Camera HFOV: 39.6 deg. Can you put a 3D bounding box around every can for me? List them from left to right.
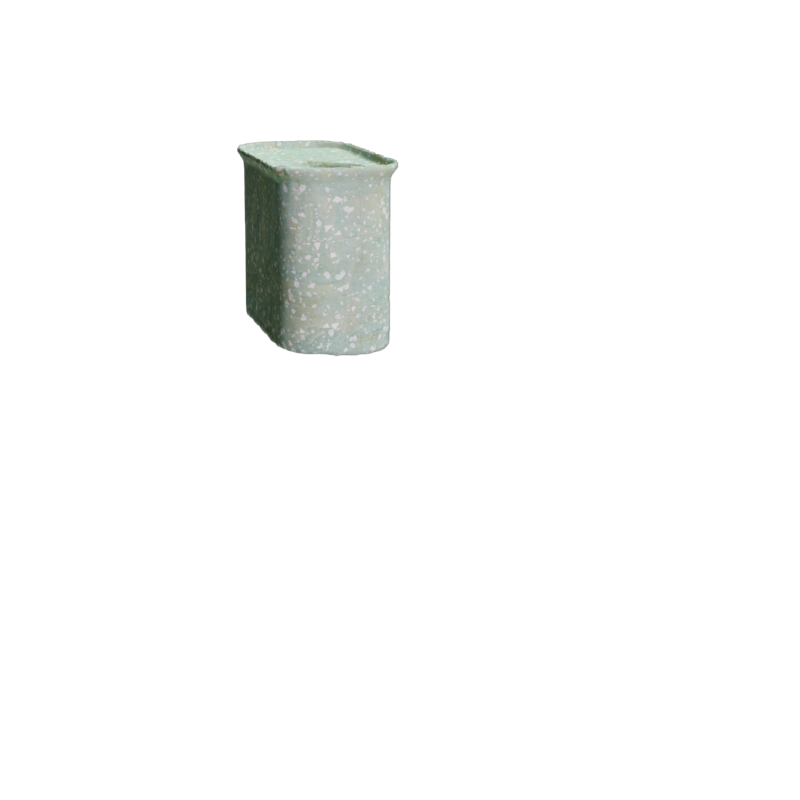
[{"bbox_3d":[-0.040,-0.074,0.516,0.056,0.081,0.107,-4,17,-18],"label":"can"}]
